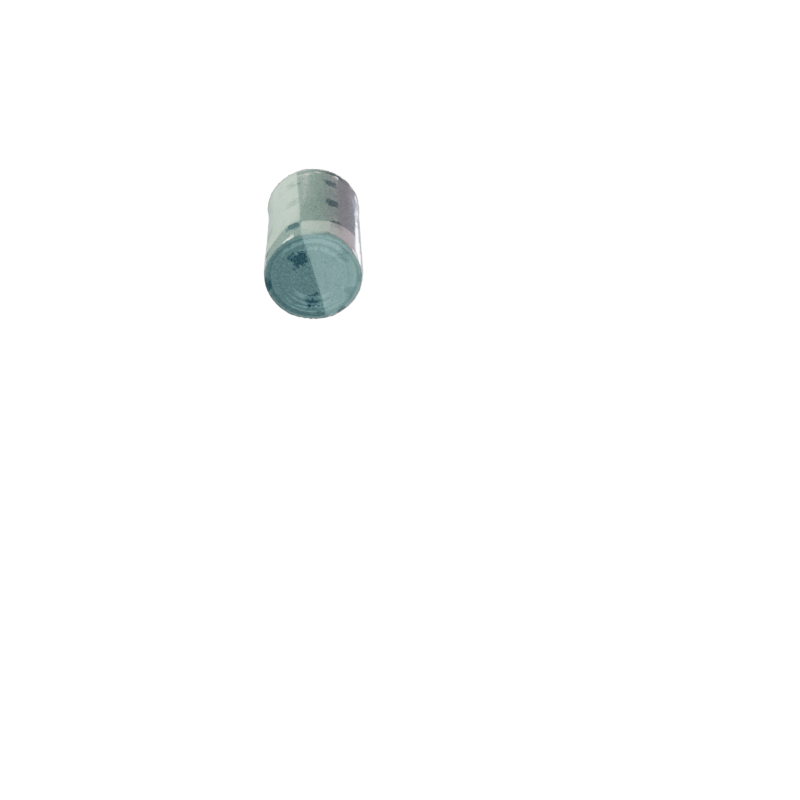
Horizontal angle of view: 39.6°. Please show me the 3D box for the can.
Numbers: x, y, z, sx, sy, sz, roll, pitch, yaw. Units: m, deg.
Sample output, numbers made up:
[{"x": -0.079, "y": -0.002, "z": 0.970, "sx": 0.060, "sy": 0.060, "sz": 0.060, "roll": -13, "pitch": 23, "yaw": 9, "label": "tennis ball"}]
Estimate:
[{"x": -0.061, "y": -0.111, "z": 0.778, "sx": 0.068, "sy": 0.064, "sz": 0.109, "roll": -1, "pitch": 33, "yaw": -3, "label": "can"}]
